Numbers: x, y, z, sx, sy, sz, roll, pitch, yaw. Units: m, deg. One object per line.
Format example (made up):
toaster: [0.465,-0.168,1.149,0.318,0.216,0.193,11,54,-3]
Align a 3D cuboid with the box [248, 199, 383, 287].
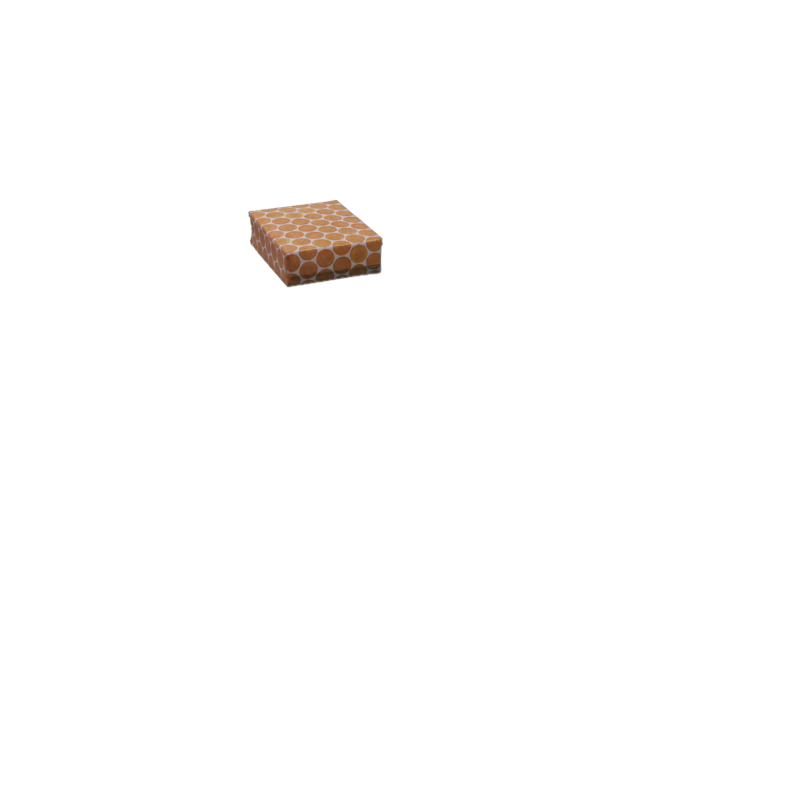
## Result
box: [-0.078,-0.143,0.999,0.088,0.037,0.121,-10,27,-21]
